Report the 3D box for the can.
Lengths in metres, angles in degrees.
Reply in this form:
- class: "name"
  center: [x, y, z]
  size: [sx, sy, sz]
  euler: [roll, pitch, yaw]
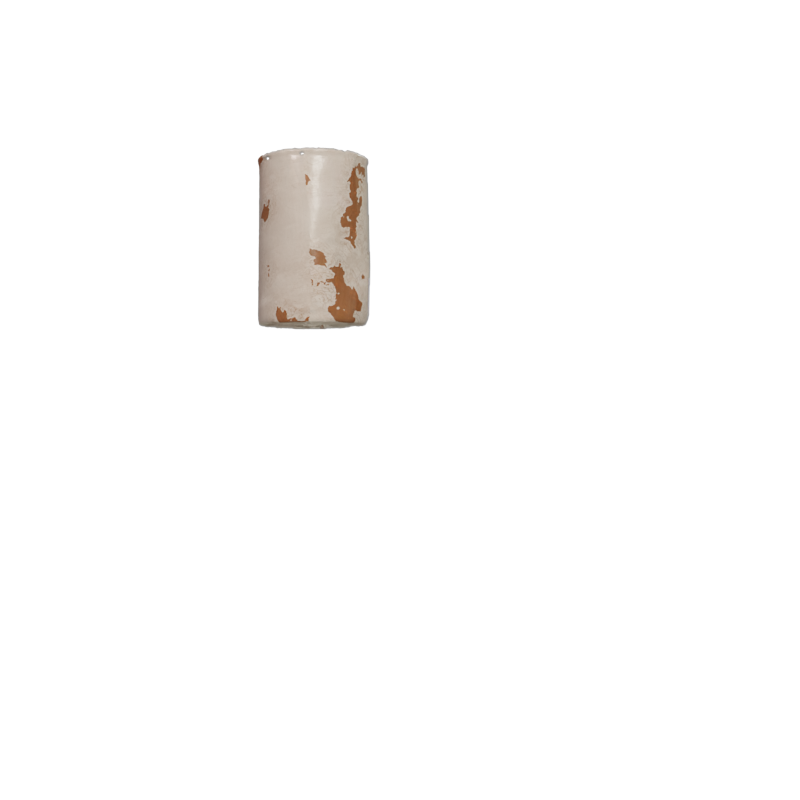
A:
- class: "can"
  center: [-0.053, -0.096, 0.673]
  size: [0.068, 0.104, 0.068]
  euler: [0, -6, -2]
